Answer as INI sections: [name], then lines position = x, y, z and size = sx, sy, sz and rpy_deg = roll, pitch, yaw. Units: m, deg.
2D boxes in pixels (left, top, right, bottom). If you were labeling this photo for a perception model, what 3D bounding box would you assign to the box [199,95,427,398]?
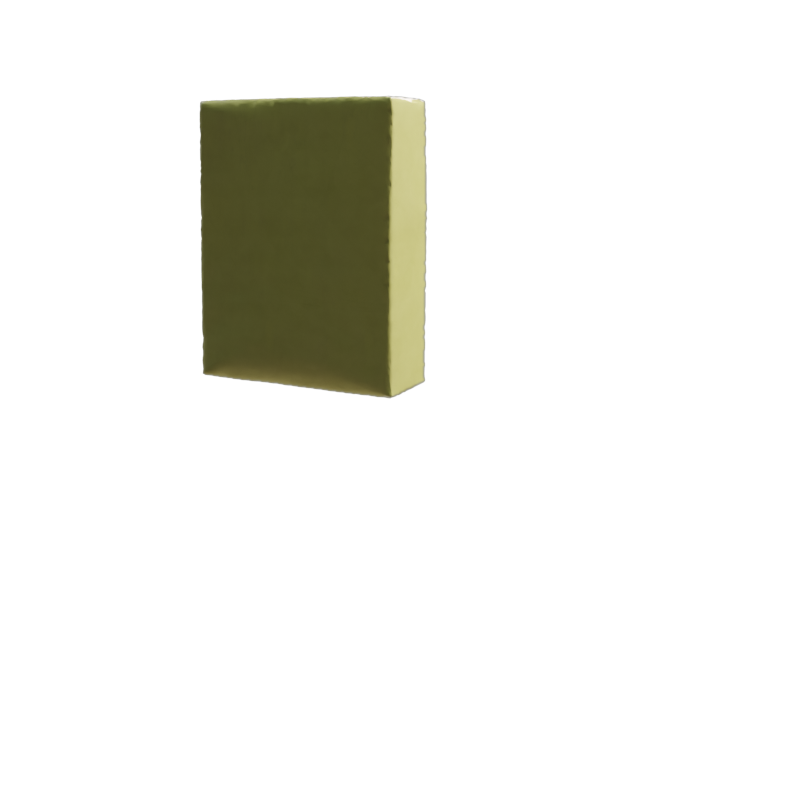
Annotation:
[box]
position = -0.066, -0.119, 0.837
size = 0.170, 0.211, 0.070
rpy_deg = 5, 7, 28
